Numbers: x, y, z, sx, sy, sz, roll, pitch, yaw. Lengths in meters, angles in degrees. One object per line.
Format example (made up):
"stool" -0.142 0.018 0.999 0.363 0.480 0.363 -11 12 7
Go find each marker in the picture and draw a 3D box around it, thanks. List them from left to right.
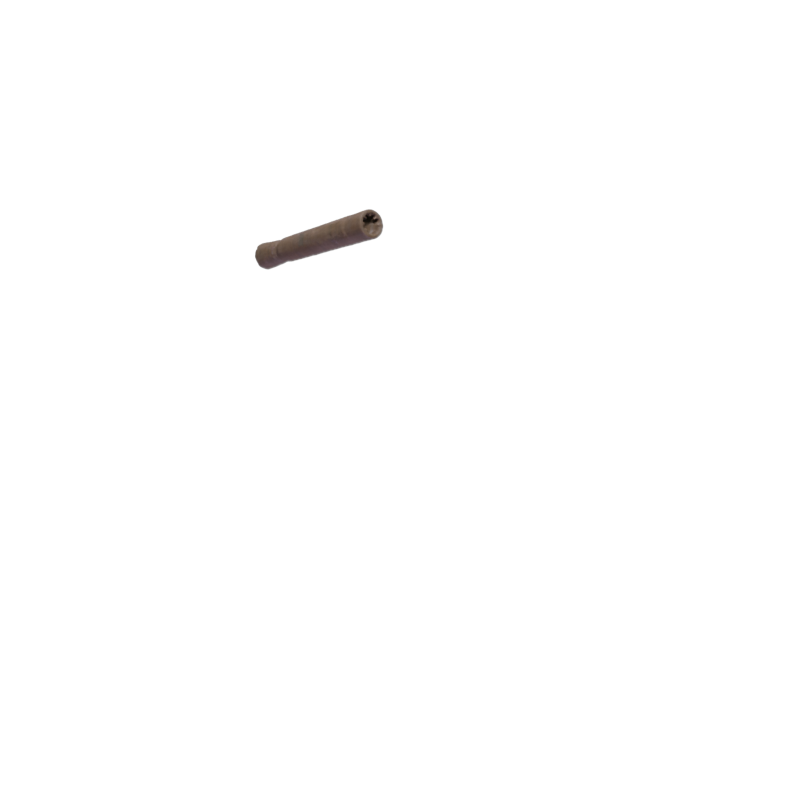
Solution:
"marker" -0.057 -0.104 0.725 0.019 0.020 0.124 -3 -2 -40
